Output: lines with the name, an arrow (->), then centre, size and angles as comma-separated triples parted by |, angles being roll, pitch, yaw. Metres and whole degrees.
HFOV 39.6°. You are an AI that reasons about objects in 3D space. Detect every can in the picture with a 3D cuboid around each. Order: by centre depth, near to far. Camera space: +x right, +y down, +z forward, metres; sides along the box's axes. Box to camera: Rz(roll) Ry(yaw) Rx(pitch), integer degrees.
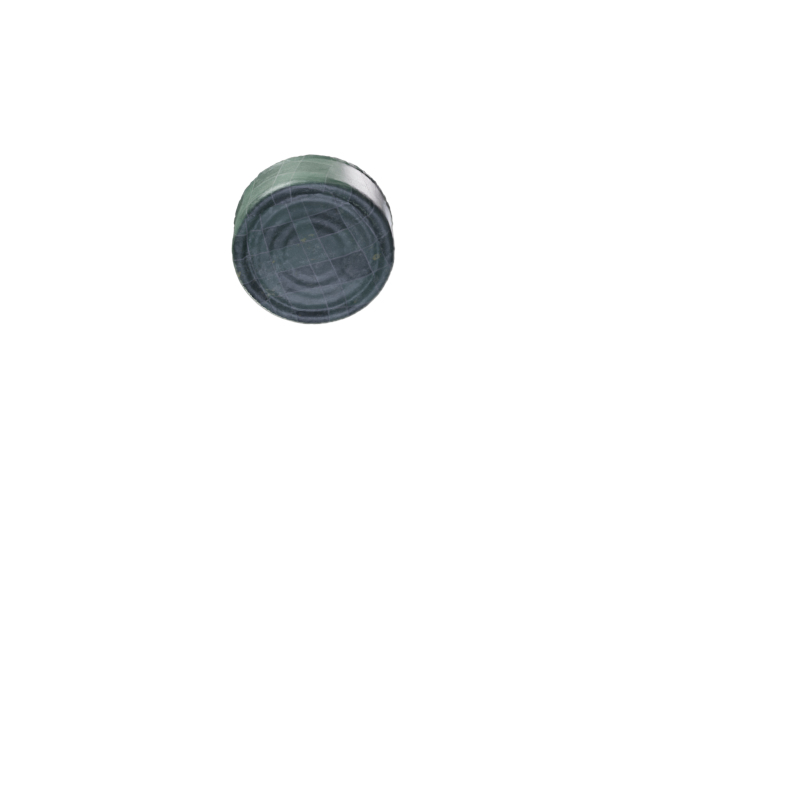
can -> -0.046, -0.083, 0.583 | 0.086, 0.081, 0.036 | 1, 29, -1
